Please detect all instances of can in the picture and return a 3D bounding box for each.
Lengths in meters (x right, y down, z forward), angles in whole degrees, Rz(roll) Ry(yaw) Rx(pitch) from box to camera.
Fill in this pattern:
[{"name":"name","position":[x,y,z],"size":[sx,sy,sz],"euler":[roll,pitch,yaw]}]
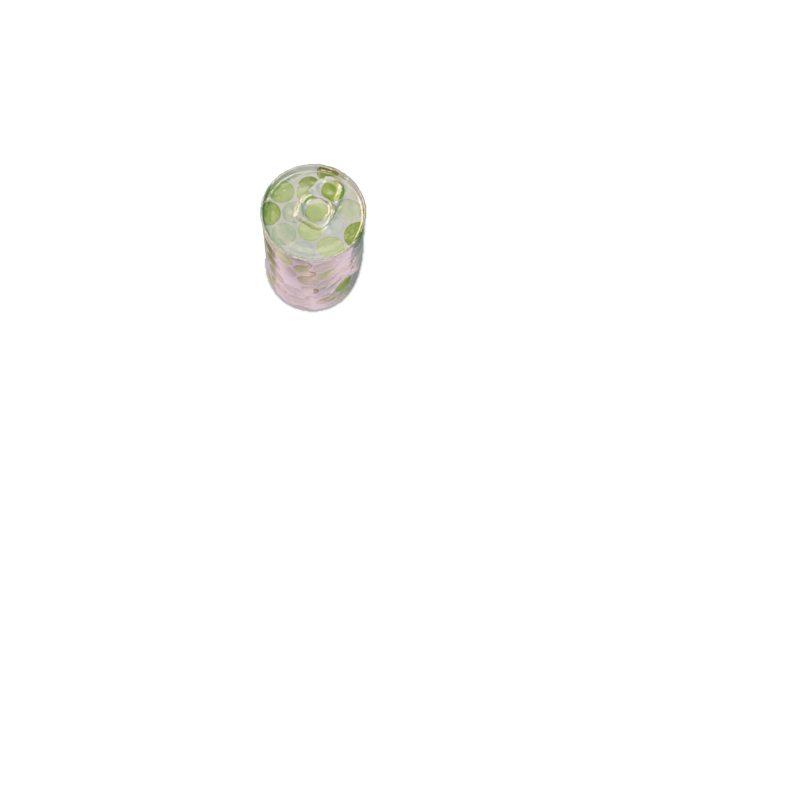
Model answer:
[{"name":"can","position":[-0.059,-0.108,0.753],"size":[0.068,0.072,0.098],"euler":[0,-18,-3]}]
